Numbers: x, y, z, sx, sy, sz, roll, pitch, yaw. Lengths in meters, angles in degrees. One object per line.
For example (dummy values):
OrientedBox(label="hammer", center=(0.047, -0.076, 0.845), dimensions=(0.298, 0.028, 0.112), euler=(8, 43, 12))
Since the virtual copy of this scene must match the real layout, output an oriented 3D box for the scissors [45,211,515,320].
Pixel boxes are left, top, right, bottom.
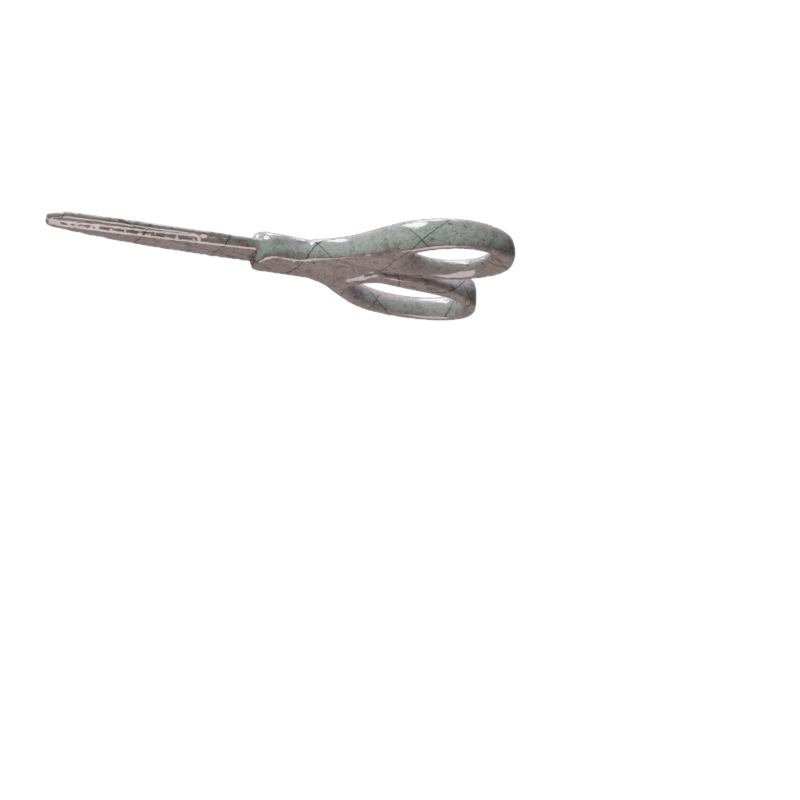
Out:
OrientedBox(label="scissors", center=(-0.037, -0.067, 0.468), dimensions=(0.192, 0.017, 0.096), euler=(13, -23, -34))
